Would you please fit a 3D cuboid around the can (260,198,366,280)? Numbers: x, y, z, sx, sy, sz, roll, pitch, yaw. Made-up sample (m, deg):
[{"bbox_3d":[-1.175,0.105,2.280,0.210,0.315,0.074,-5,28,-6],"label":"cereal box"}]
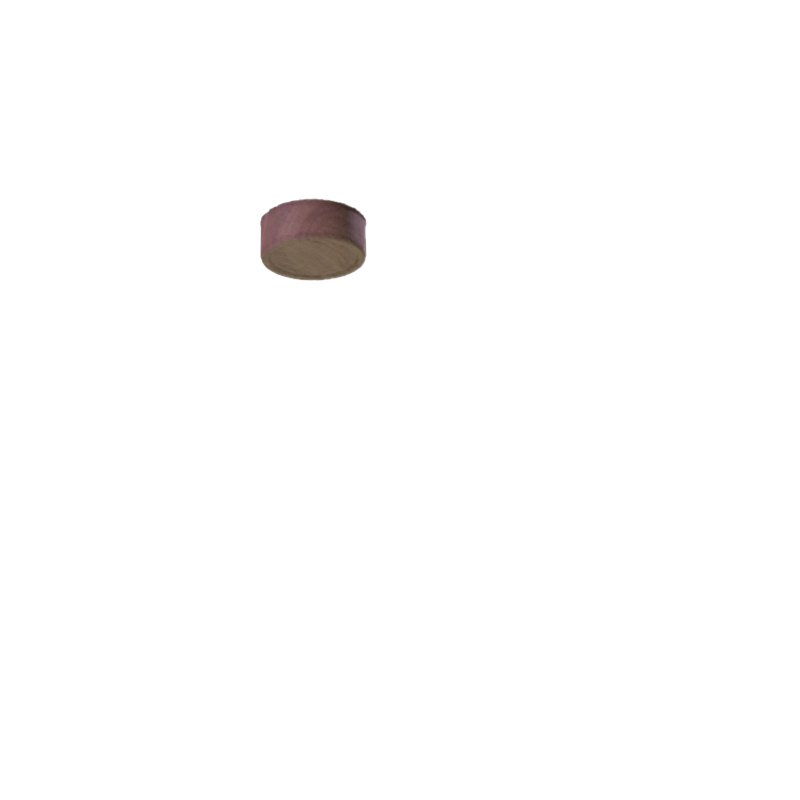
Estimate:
[{"bbox_3d":[-0.070,-0.127,0.889,0.086,0.035,0.082,0,-19,-2],"label":"can"}]
